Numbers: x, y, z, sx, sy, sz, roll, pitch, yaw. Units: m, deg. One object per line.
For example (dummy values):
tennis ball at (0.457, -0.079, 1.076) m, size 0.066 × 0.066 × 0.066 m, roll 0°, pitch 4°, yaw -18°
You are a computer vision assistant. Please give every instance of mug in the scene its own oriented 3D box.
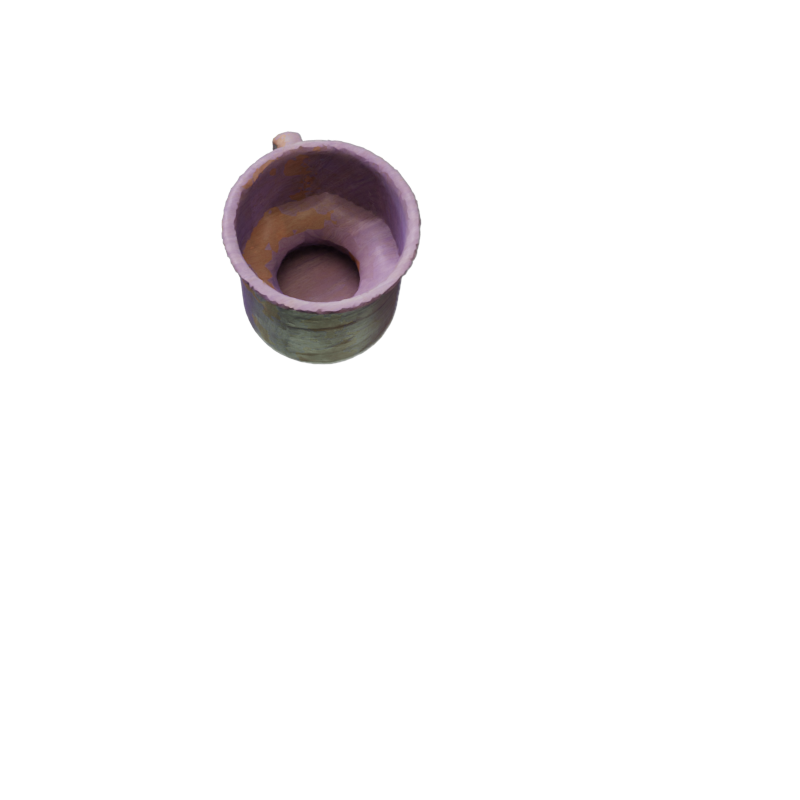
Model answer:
mug at (-0.043, -0.079, 0.555) m, size 0.093 × 0.125 × 0.077 m, roll -17°, pitch -24°, yaw -10°
